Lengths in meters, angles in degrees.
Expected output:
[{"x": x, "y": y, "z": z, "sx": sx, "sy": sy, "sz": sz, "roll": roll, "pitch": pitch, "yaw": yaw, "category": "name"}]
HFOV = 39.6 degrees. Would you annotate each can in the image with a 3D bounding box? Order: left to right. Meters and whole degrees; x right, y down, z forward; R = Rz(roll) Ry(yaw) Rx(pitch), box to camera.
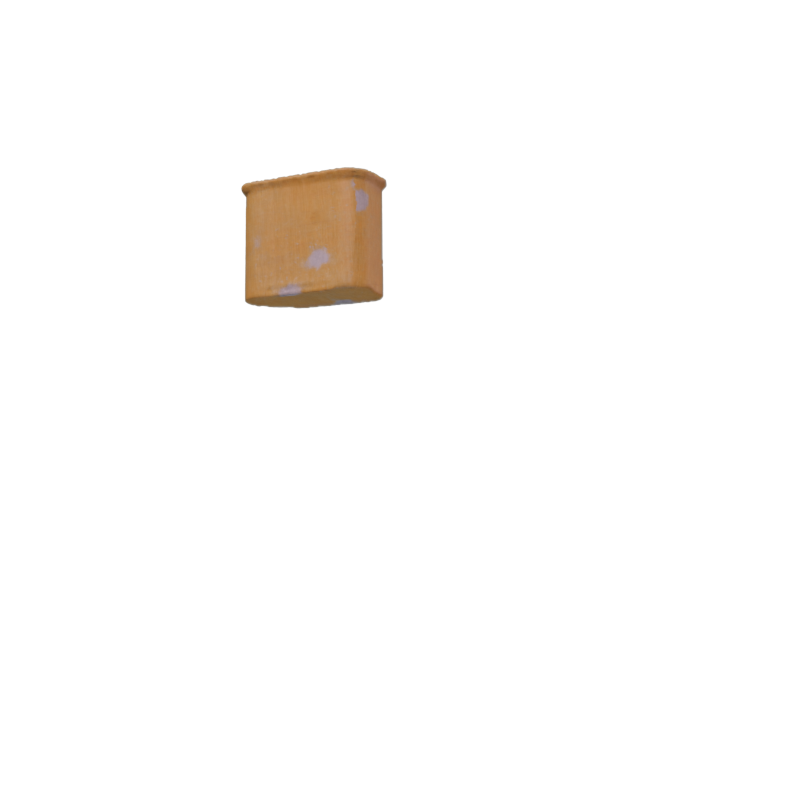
[{"x": -0.061, "y": -0.111, "z": 0.775, "sx": 0.104, "sy": 0.086, "sz": 0.054, "roll": -5, "pitch": -12, "yaw": 27, "category": "can"}]
